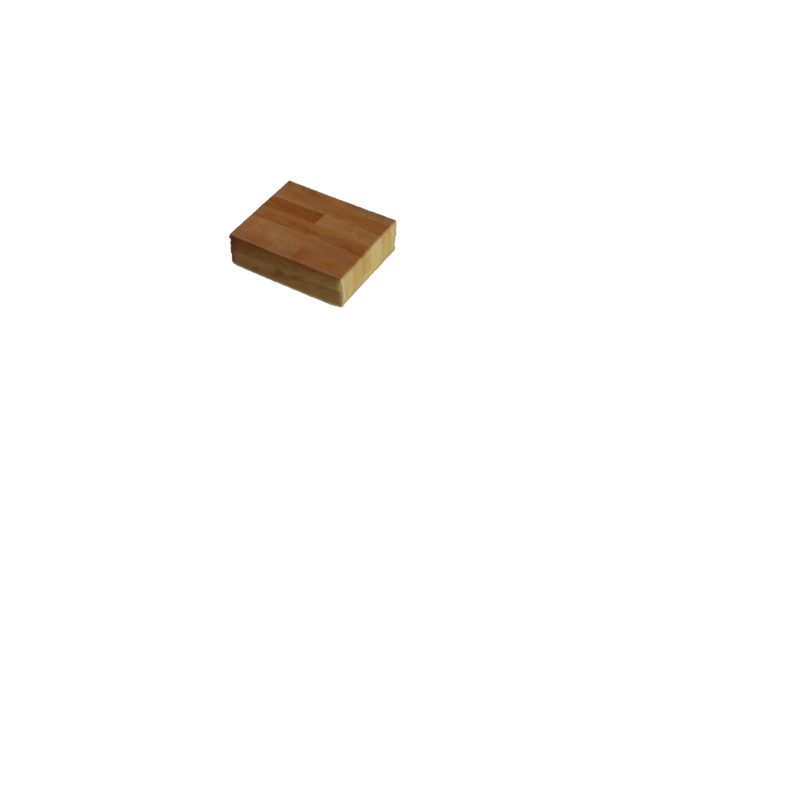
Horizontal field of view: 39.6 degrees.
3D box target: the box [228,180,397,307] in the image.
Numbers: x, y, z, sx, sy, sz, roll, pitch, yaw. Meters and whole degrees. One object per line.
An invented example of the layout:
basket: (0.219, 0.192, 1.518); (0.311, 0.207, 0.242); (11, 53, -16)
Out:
box: (-0.073, -0.133, 0.933); (0.119, 0.036, 0.092); (24, 50, 22)
